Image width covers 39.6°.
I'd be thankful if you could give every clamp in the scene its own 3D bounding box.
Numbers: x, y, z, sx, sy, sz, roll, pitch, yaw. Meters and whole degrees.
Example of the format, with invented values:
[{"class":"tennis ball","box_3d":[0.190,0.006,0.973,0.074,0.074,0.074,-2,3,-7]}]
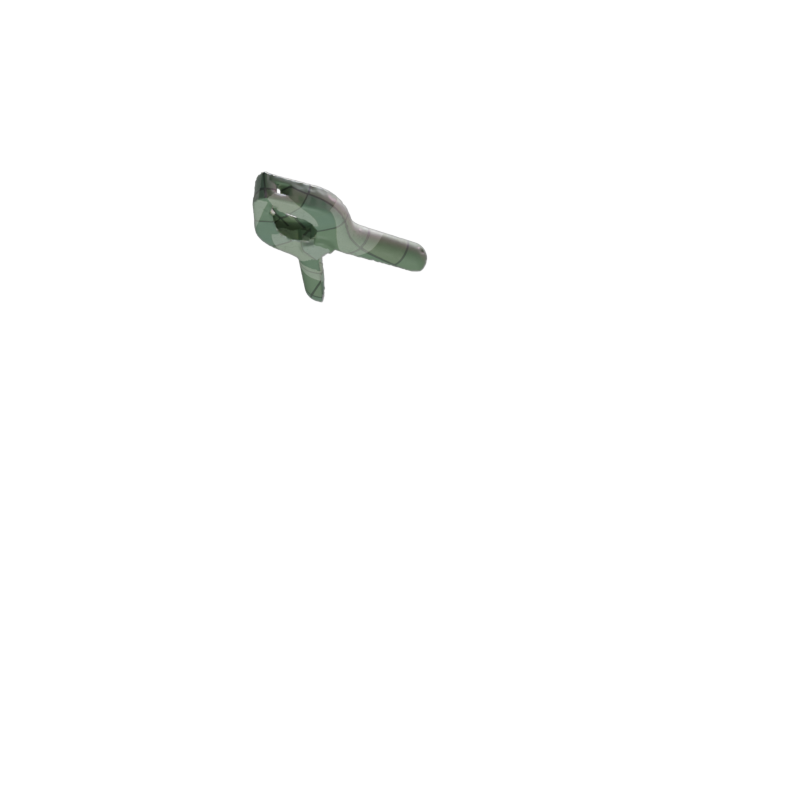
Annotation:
[{"class":"clamp","box_3d":[-0.073,-0.133,0.935,0.120,0.042,0.160,-28,-43,34]}]
